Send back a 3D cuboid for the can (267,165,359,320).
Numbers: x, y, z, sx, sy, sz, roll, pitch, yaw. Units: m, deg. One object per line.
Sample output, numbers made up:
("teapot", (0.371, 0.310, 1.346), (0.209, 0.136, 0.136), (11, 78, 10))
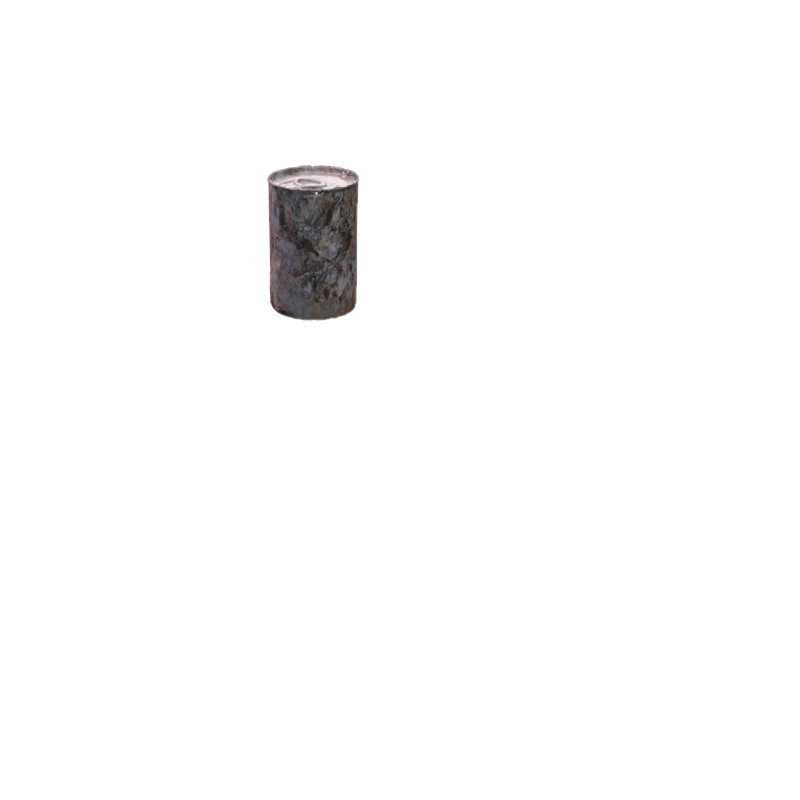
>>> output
("can", (-0.065, -0.119, 0.833), (0.068, 0.098, 0.072), (0, 21, -2))
